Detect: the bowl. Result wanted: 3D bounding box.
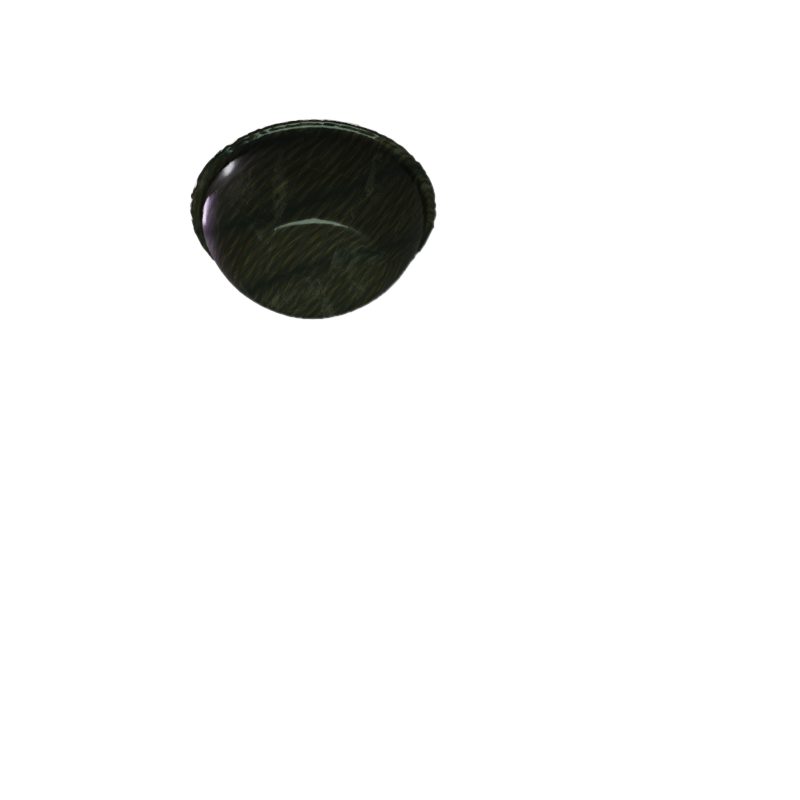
[{"bbox_3d":[-0.056,-0.102,0.712,0.162,0.059,0.151,1,-40,-1],"label":"bowl"}]
